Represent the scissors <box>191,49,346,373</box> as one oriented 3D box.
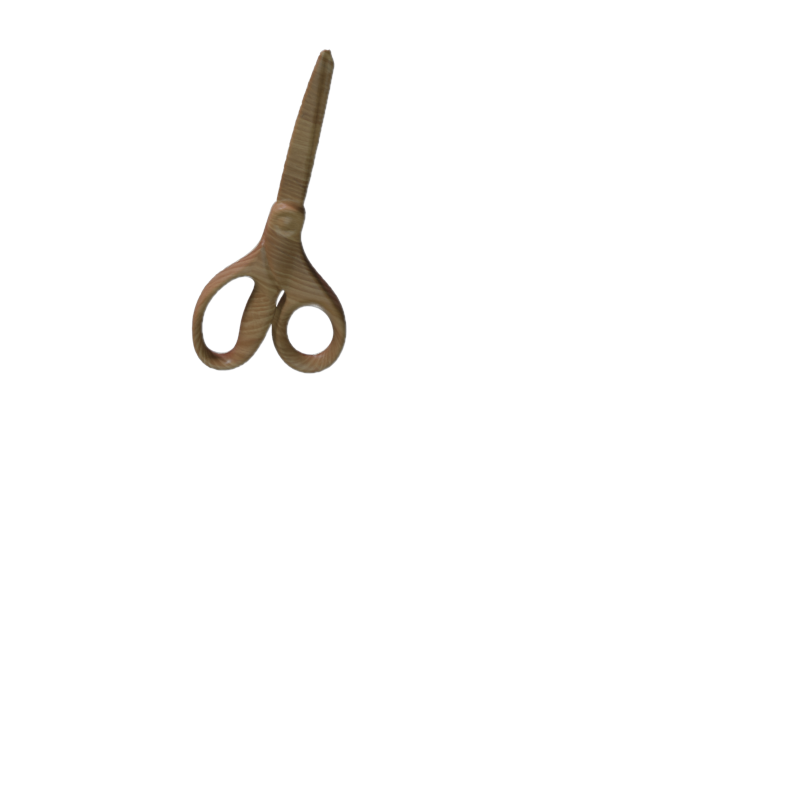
[{"bbox_3d":[-0.047,-0.086,0.600,0.093,0.195,0.017,26,31,-17],"label":"scissors"}]
